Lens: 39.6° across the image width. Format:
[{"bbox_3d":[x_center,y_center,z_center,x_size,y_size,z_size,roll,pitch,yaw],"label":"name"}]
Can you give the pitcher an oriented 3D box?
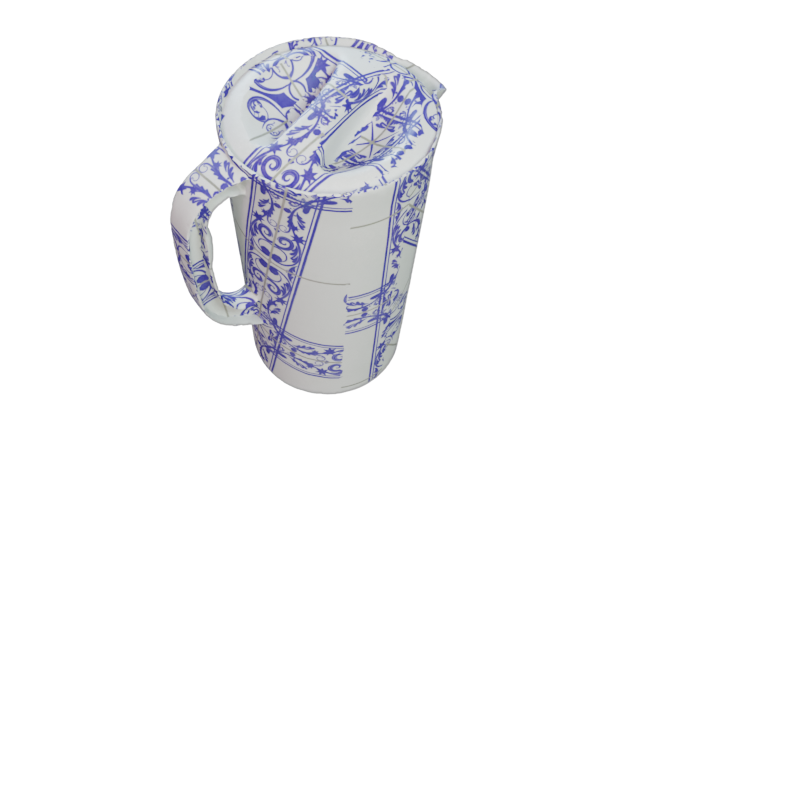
[{"bbox_3d":[-0.057,-0.105,0.732,0.150,0.154,0.227,9,-35,3],"label":"pitcher"}]
